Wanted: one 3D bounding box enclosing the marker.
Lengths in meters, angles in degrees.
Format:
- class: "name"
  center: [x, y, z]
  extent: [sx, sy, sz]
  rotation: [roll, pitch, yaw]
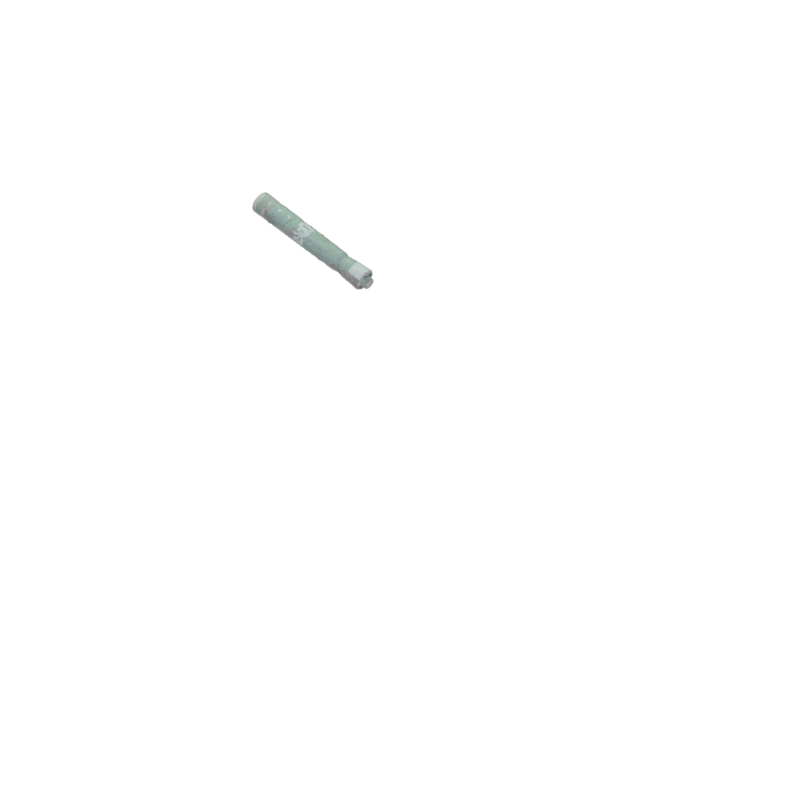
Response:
- class: "marker"
  center: [-0.069, -0.126, 0.880]
  extent: [0.128, 0.019, 0.019]
  rotation: [39, 20, 24]
